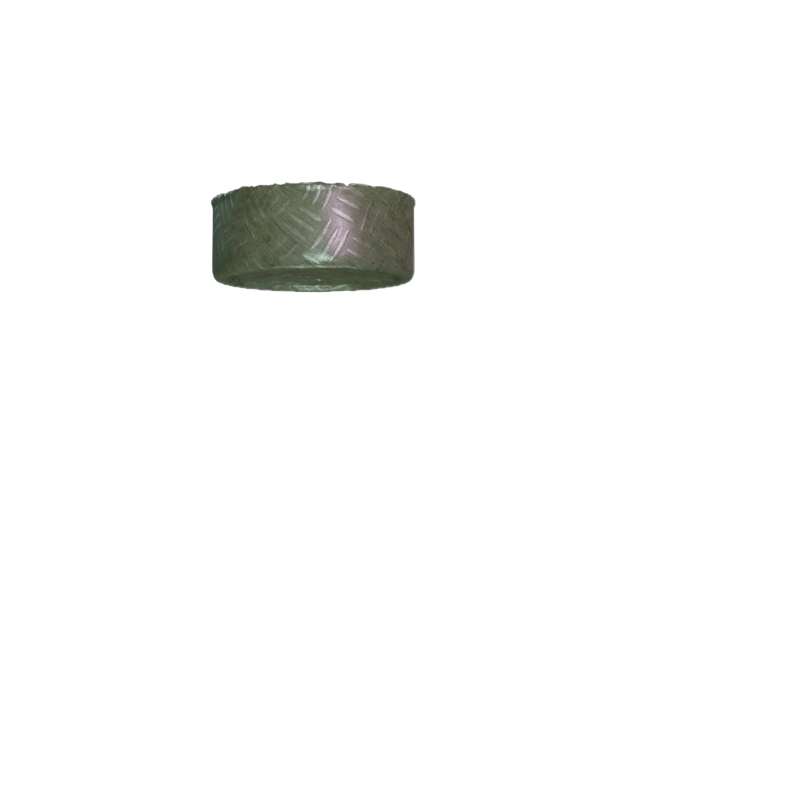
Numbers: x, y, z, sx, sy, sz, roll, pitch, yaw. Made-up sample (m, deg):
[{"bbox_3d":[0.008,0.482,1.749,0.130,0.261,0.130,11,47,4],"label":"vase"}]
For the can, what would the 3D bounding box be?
[{"bbox_3d":[-0.036,-0.066,0.463,0.086,0.034,0.085,0,-2,-2],"label":"can"}]
